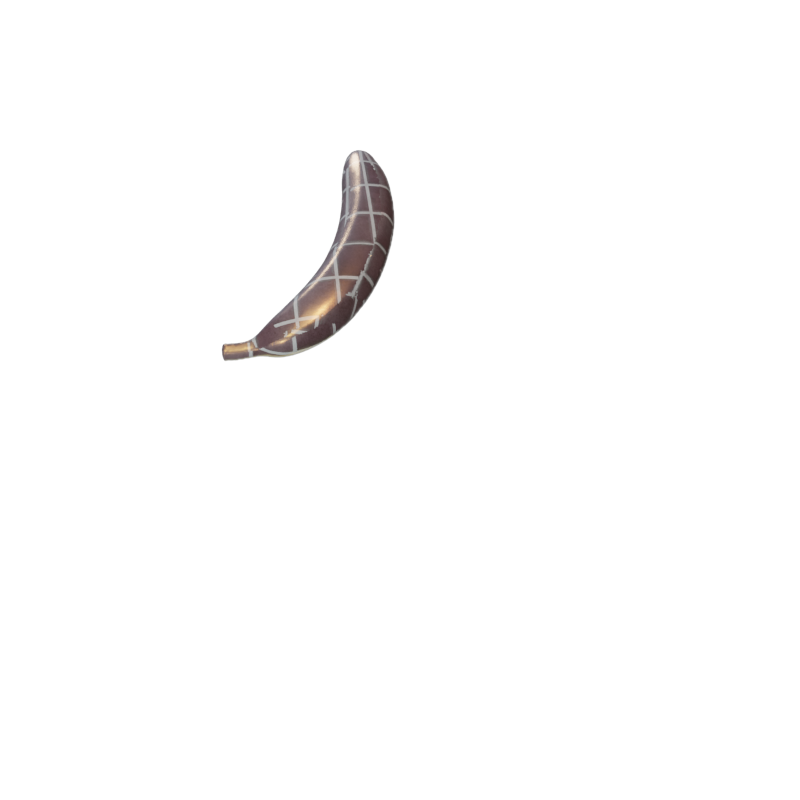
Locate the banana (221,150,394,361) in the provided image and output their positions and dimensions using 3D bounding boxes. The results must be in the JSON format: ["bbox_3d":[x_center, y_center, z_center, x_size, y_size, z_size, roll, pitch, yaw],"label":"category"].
[{"bbox_3d":[-0.043,-0.096,0.735,0.072,0.205,0.034,20,-35,14],"label":"banana"}]
